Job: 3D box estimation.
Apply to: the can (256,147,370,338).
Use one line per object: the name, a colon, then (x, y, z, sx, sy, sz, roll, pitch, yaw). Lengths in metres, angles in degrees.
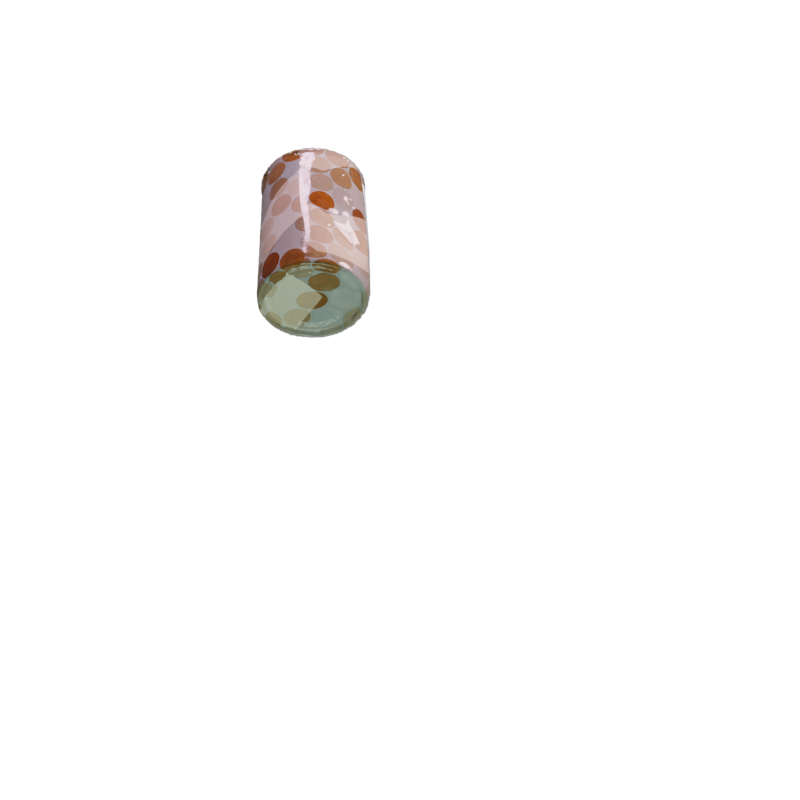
can: (-0.054, -0.098, 0.684, 0.068, 0.110, 0.064, -1, -42, -3)
